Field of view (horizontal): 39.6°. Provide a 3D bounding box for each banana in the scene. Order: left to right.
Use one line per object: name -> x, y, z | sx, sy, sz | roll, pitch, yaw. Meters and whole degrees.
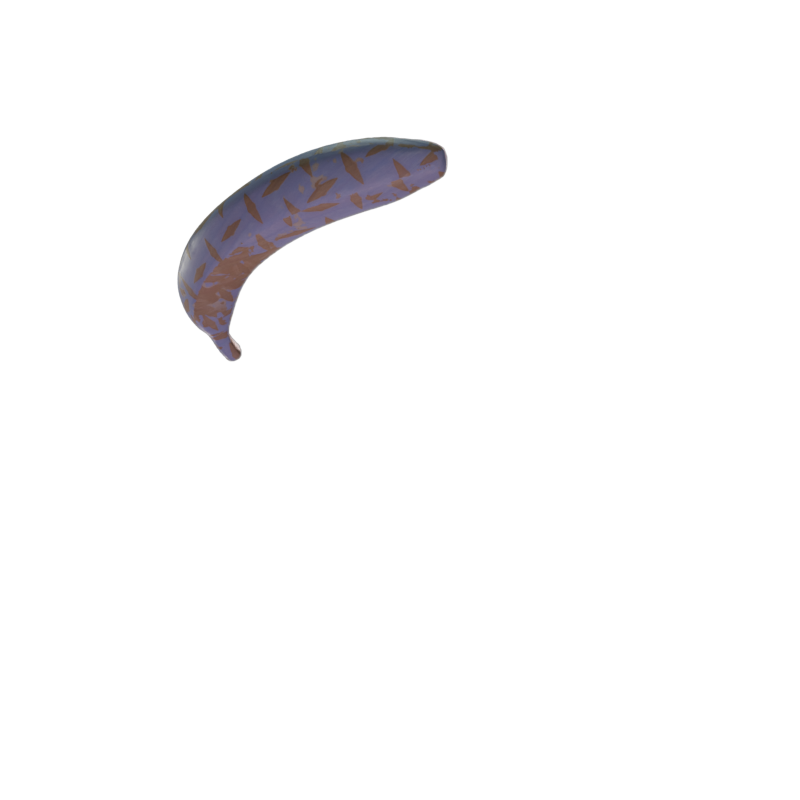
banana -> -0.062, -0.086, 0.570 | 0.066, 0.039, 0.195 | 23, -40, -31
